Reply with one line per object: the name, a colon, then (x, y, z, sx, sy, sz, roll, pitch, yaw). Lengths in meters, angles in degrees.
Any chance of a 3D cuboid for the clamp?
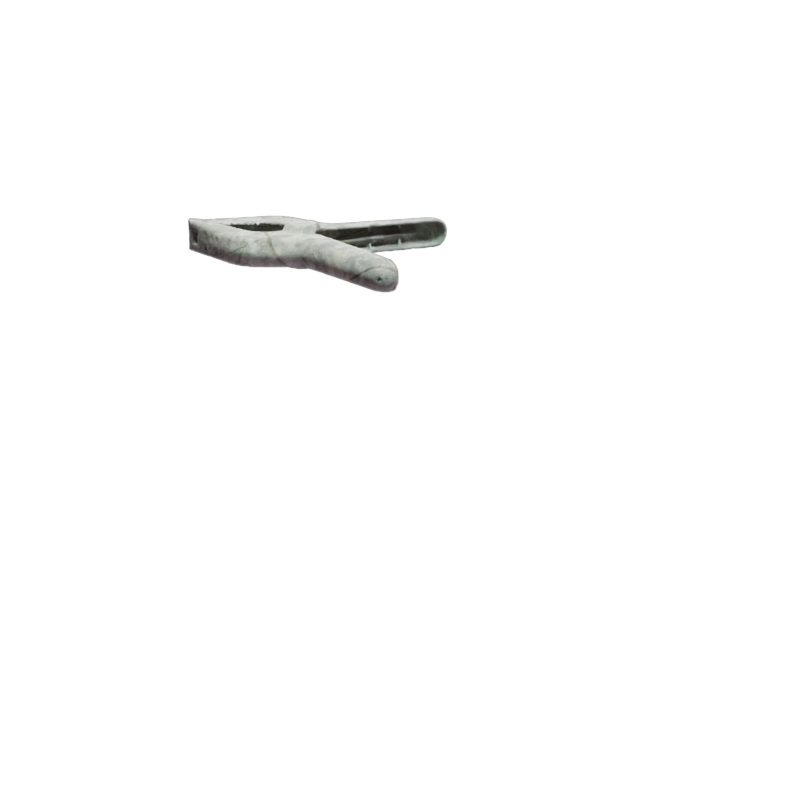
clamp: (-0.071, -0.129, 0.903, 0.218, 0.035, 0.165, 9, 22, 23)
